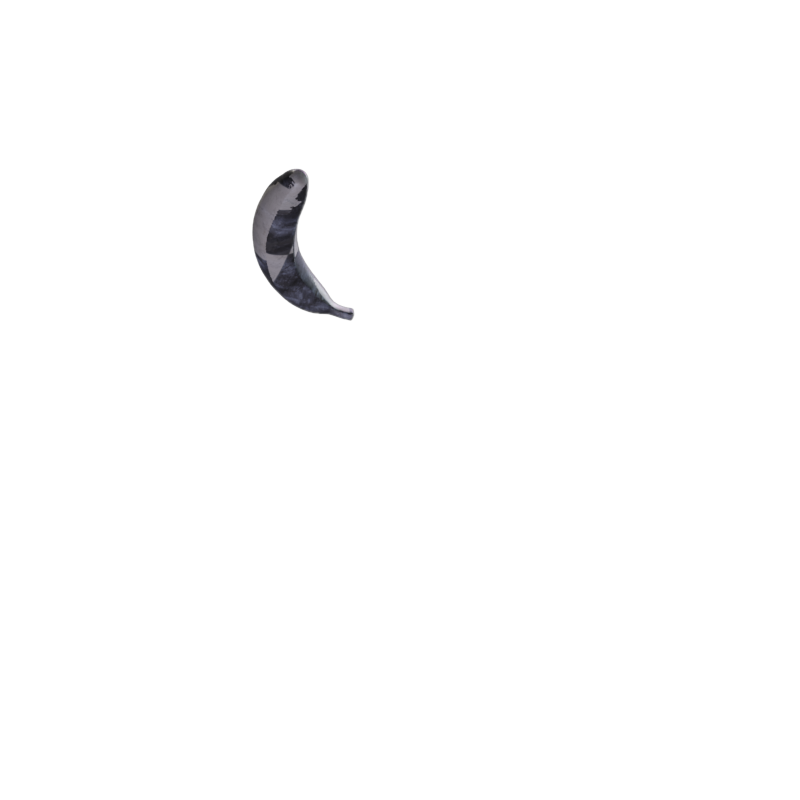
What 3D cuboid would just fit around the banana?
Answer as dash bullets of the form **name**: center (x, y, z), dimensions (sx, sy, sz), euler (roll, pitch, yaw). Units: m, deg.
- **banana**: center (-0.091, -0.130, 0.943), dimensions (0.070, 0.039, 0.183), euler (-6, -33, 9)
